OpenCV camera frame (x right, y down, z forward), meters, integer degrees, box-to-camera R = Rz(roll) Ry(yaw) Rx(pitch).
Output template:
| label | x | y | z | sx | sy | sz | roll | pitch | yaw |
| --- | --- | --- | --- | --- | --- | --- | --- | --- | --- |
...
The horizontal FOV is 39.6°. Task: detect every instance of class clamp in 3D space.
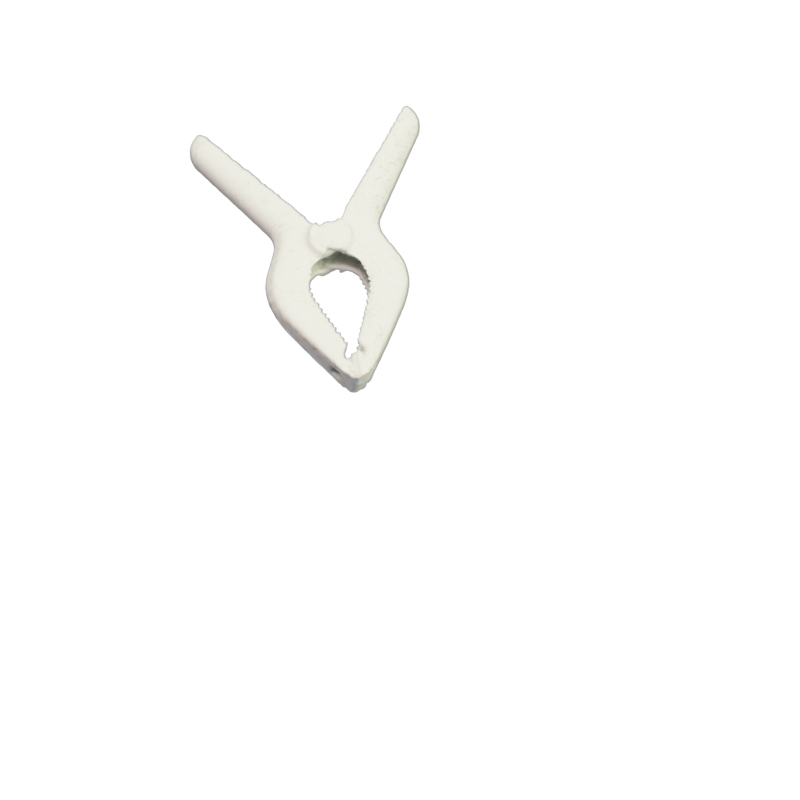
| label | x | y | z | sx | sy | sz | roll | pitch | yaw |
| --- | --- | --- | --- | --- | --- | --- | --- | --- | --- |
| clamp | -0.059 | -0.107 | 0.749 | 0.164 | 0.223 | 0.034 | -4 | -27 | -2 |
